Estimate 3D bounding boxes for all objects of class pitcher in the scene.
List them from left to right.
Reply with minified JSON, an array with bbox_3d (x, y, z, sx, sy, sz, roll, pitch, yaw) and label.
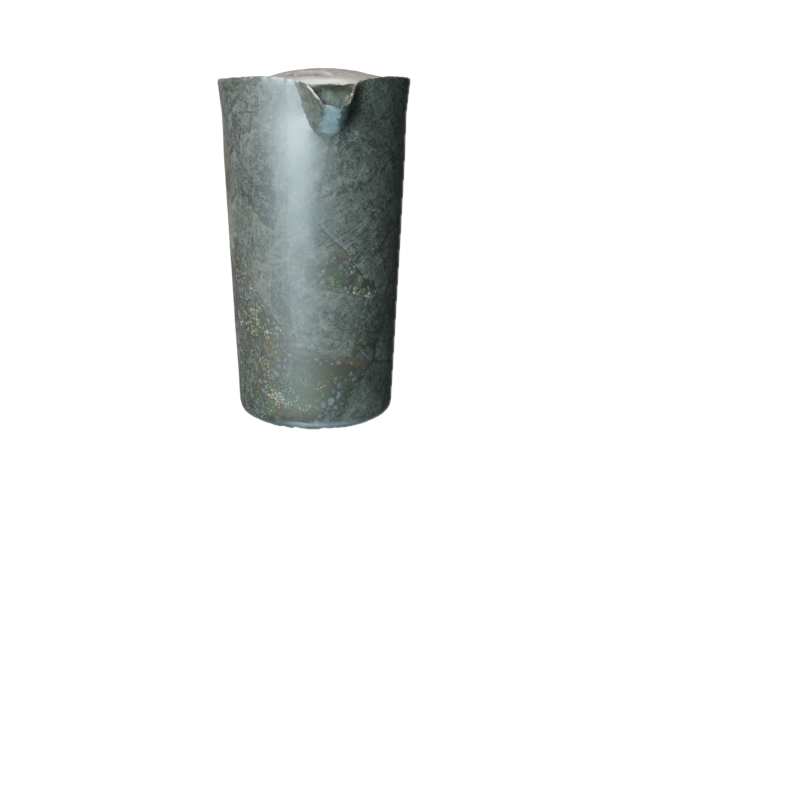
[{"bbox_3d":[-0.062,-0.113,0.790,0.151,0.239,0.146,6,10,31],"label":"pitcher"}]
